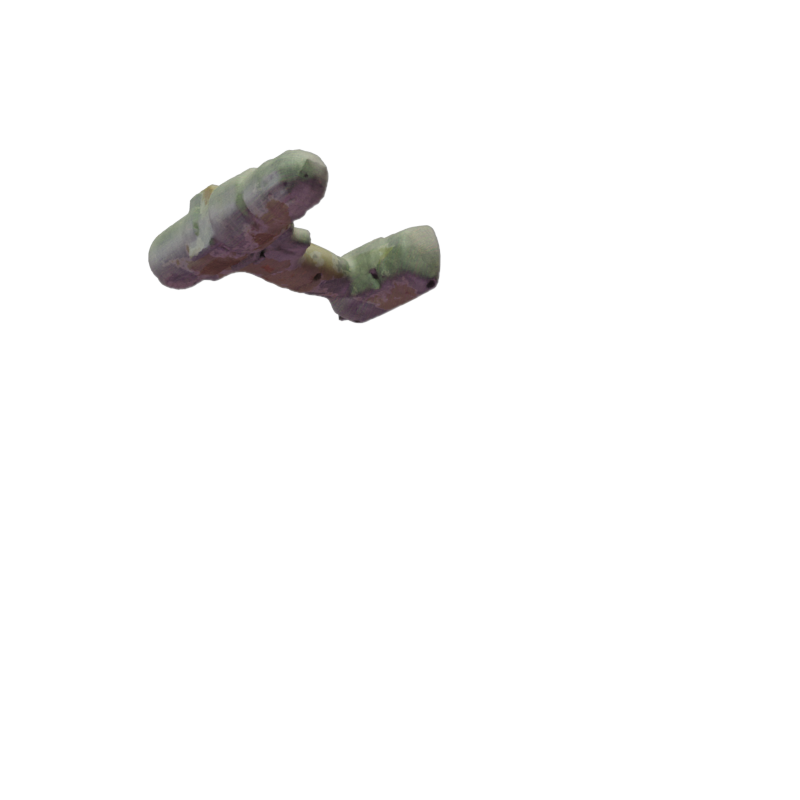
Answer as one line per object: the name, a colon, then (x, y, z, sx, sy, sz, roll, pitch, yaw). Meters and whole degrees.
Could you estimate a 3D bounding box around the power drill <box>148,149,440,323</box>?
power drill: (-0.063, -0.114, 0.800, 0.178, 0.060, 0.186, 14, -22, -38)
